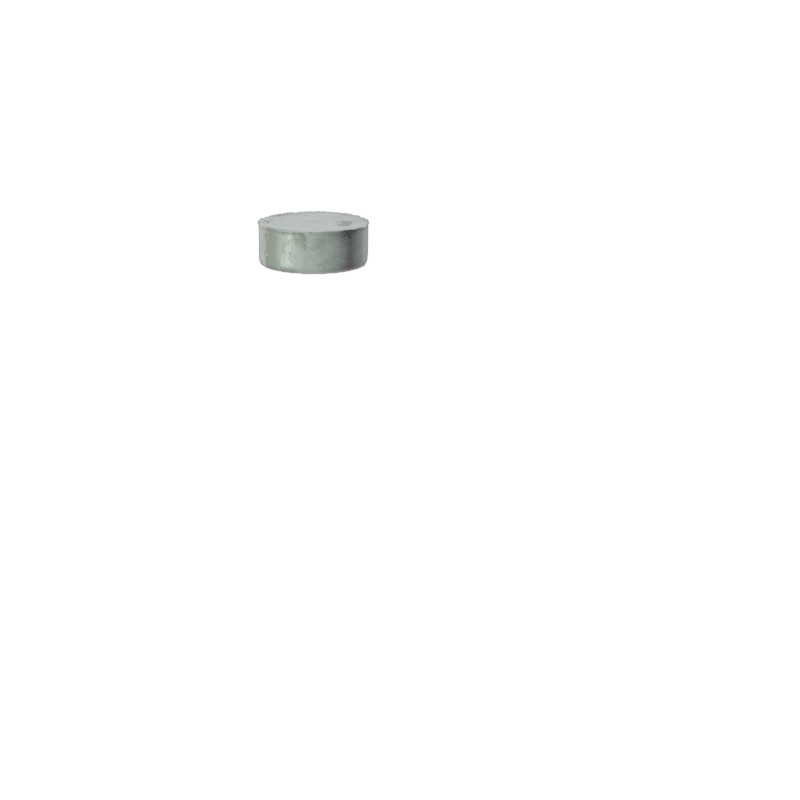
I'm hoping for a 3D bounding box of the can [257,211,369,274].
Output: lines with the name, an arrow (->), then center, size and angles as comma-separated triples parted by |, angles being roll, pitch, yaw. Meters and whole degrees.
can -> -0.067, -0.122, 0.856 | 0.086, 0.032, 0.089 | -1, 18, -2
